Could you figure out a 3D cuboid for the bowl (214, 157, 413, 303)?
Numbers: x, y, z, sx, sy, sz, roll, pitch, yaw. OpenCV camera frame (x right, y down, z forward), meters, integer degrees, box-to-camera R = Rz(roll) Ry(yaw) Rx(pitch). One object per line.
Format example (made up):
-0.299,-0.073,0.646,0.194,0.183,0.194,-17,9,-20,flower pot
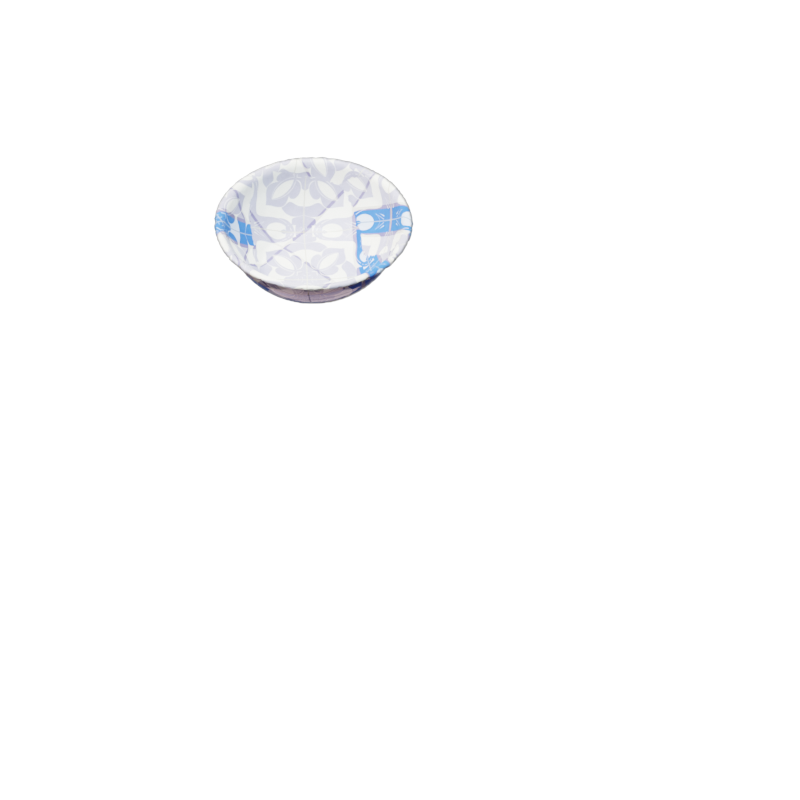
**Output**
-0.072,-0.131,0.920,0.162,0.174,0.051,-1,-43,-1,bowl
